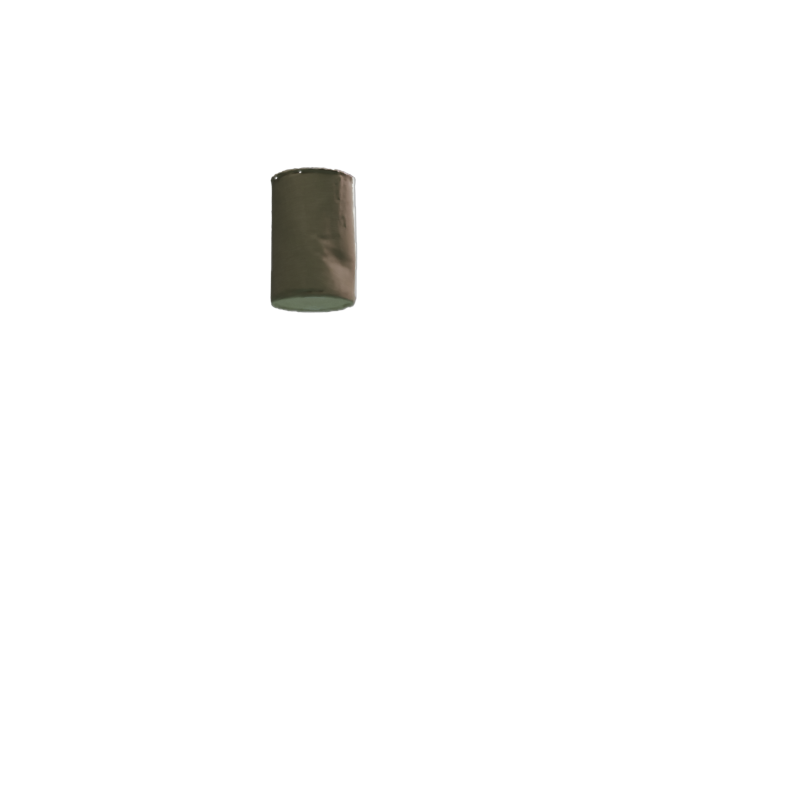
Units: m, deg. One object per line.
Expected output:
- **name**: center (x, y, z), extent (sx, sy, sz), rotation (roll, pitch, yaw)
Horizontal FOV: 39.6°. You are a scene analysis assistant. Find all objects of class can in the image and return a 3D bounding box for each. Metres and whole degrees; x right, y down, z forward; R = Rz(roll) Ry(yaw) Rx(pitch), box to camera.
- **can**: center (-0.068, -0.124, 0.870), extent (0.068, 0.105, 0.067), rotation (0, -11, -2)
